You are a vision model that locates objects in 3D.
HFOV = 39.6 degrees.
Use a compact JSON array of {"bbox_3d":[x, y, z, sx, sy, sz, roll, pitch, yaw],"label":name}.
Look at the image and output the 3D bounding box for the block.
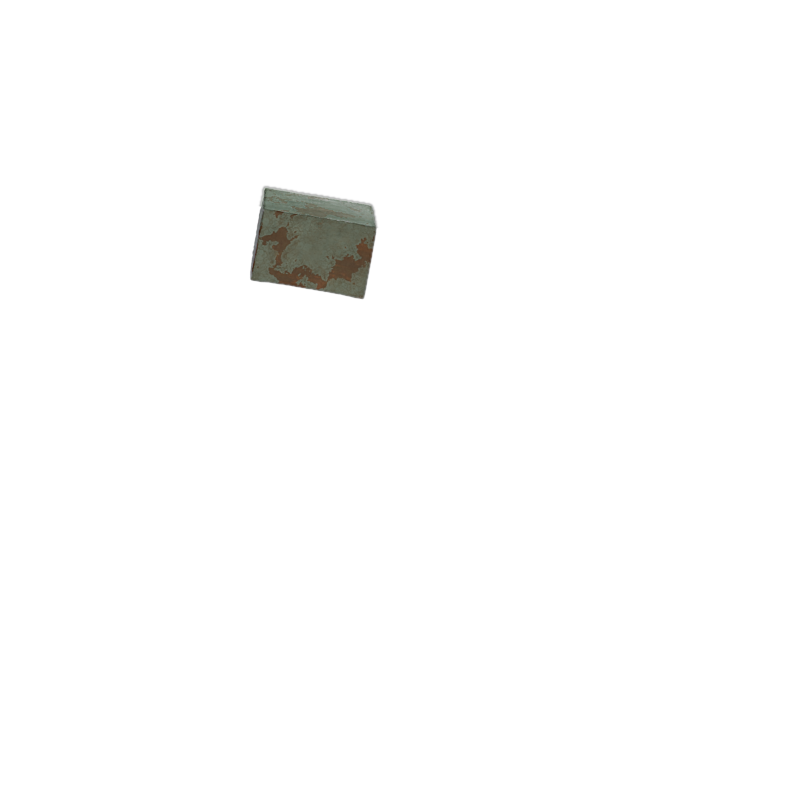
[{"bbox_3d":[-0.058,-0.106,0.744,0.077,0.051,0.054,10,22,-5],"label":"block"}]
